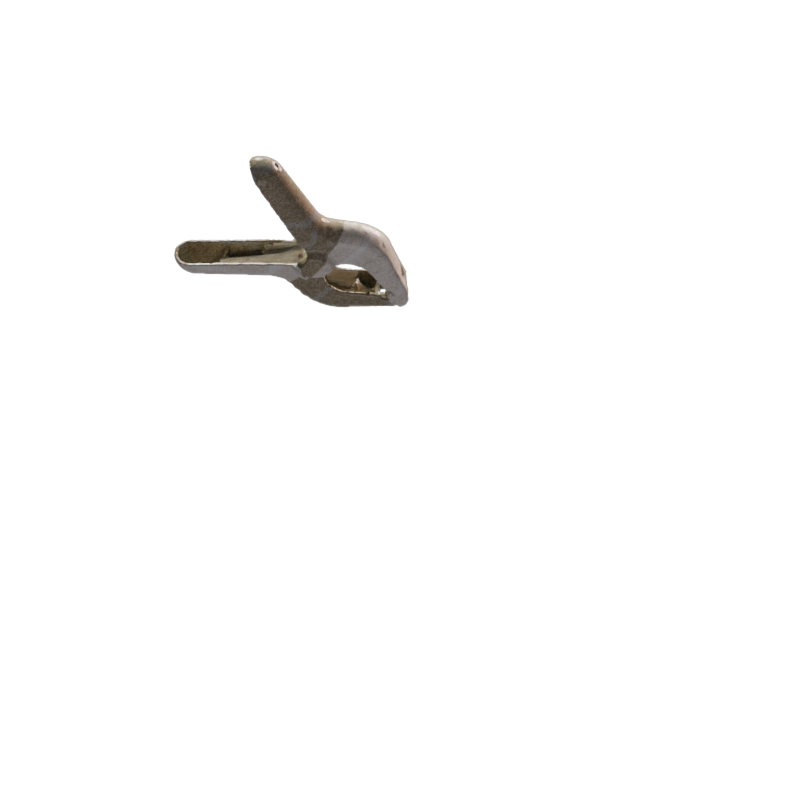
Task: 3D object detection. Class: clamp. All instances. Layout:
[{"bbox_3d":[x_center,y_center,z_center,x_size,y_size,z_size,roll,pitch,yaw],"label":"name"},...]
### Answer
[{"bbox_3d":[-0.061,-0.112,0.781,0.165,0.042,0.117,13,-31,-22],"label":"clamp"}]
